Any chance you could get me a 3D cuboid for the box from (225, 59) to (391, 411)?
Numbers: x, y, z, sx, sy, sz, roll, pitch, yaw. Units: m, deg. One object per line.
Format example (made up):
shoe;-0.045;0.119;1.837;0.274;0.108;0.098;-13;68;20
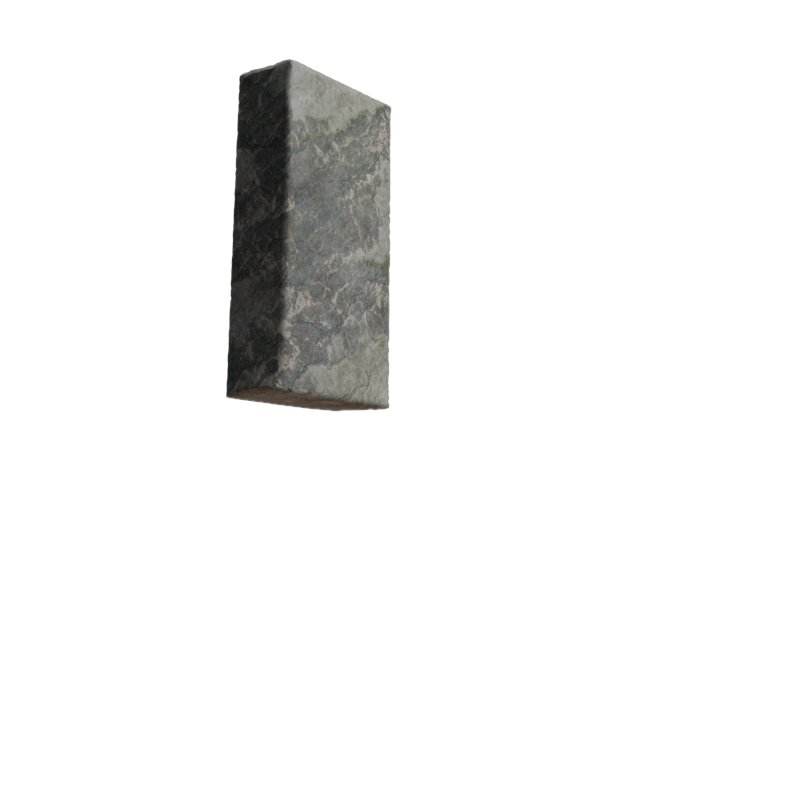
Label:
box;-0.047;-0.086;0.604;0.049;0.182;0.088;-12;-17;36
